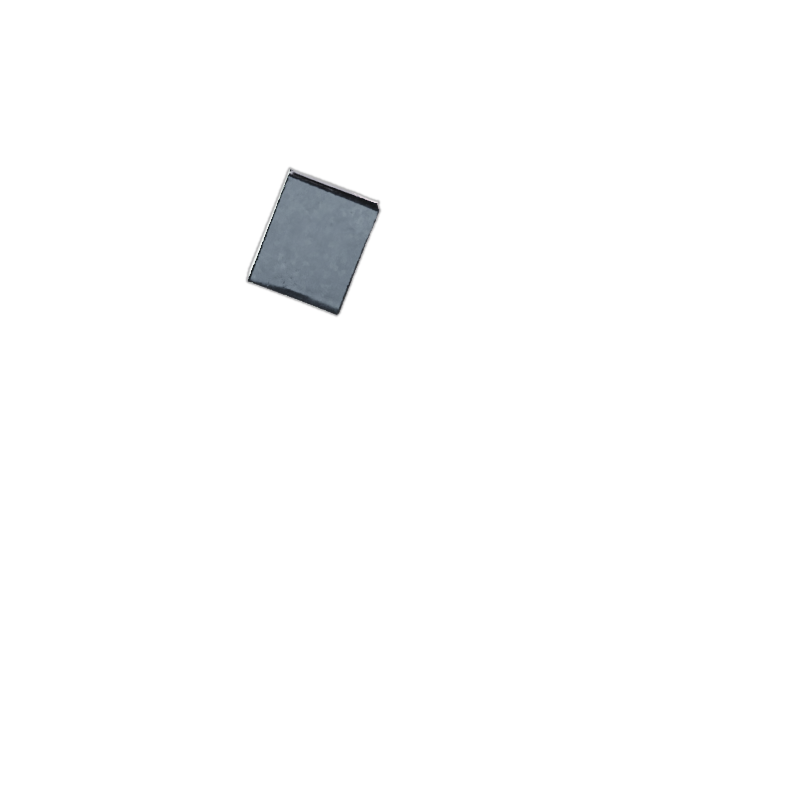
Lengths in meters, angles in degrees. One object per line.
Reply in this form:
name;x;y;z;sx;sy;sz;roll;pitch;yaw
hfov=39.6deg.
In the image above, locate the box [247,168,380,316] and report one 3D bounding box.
box;-0.064;-0.117;0.818;0.072;0.088;0.031;21;11;-5
